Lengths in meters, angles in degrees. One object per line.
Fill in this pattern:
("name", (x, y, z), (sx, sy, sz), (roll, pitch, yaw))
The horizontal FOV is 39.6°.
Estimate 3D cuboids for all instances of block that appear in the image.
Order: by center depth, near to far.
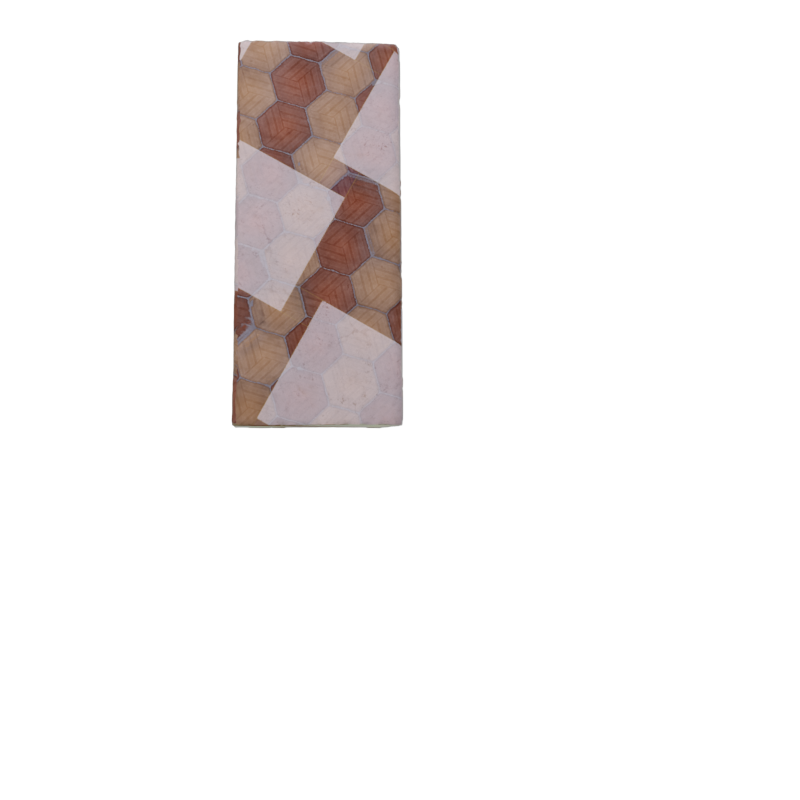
("block", (-0.048, -0.089, 0.626), (0.089, 0.211, 0.089), (0, -9, -6))
